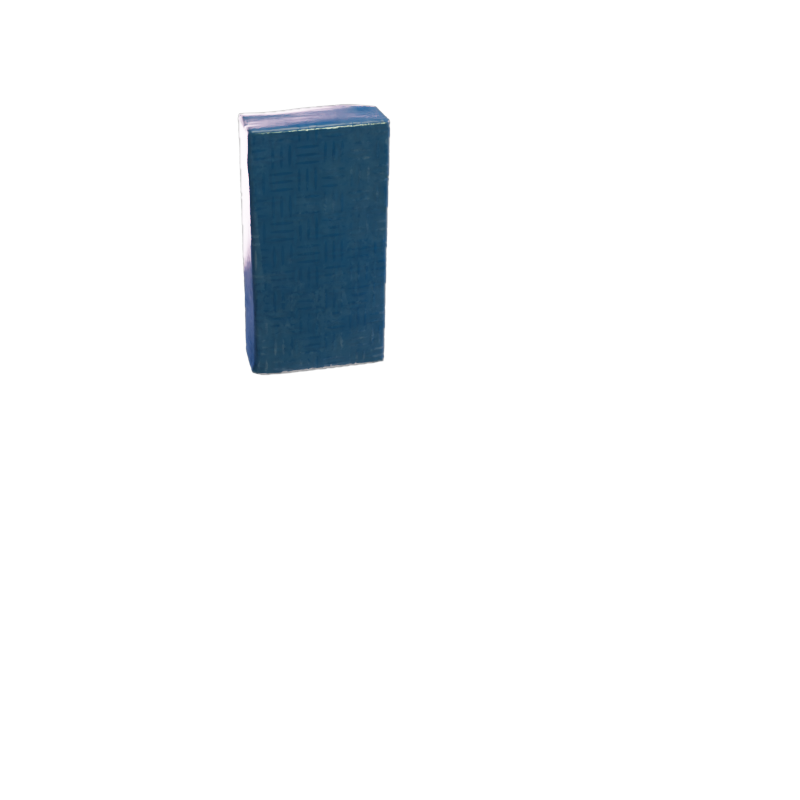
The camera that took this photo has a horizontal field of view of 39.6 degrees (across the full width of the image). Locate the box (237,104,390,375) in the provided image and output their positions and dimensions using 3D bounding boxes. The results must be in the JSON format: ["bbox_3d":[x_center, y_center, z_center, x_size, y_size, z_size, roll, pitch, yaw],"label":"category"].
[{"bbox_3d":[-0.057,-0.105,0.732,0.092,0.167,0.051,-5,26,-14],"label":"box"}]
